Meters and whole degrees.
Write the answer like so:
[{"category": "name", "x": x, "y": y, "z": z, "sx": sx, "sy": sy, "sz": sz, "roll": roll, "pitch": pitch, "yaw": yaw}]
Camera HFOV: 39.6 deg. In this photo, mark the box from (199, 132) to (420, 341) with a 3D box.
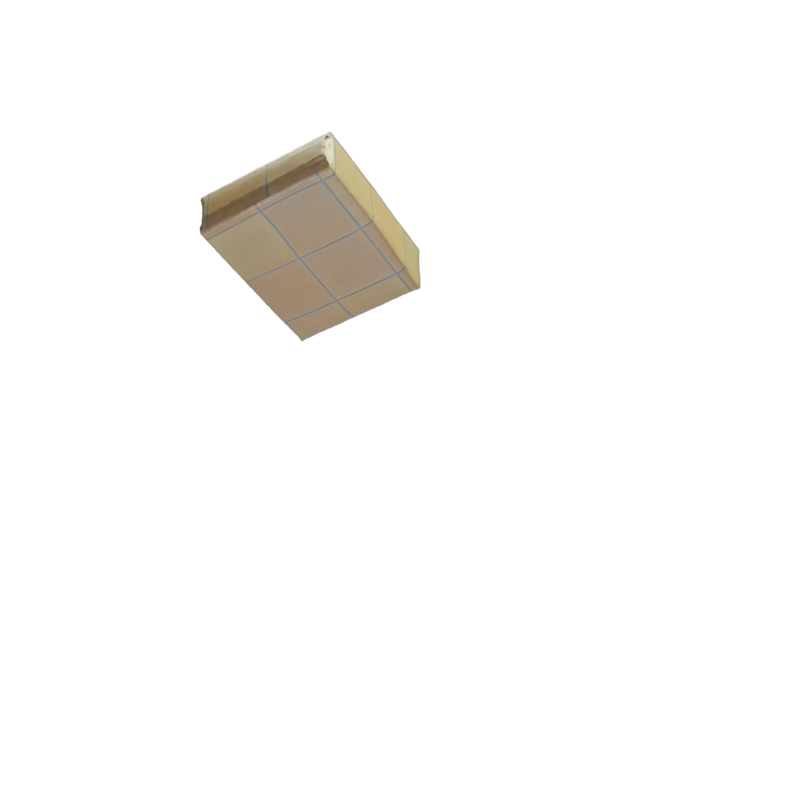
[{"category": "box", "x": -0.051, "y": -0.094, "z": 0.658, "sx": 0.090, "sy": 0.042, "sz": 0.105, "roll": -23, "pitch": -50, "yaw": 20}]
